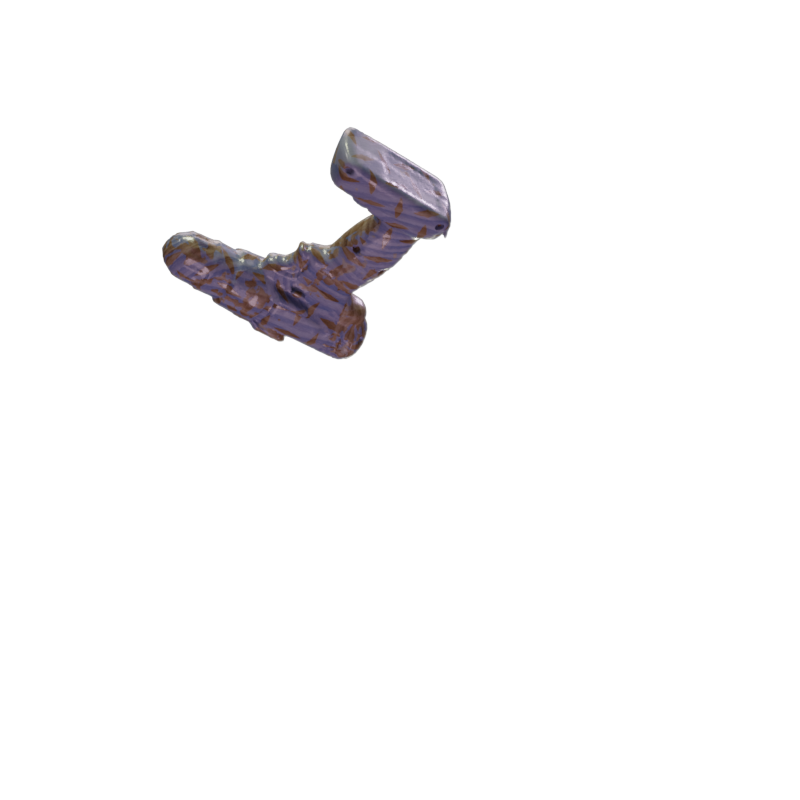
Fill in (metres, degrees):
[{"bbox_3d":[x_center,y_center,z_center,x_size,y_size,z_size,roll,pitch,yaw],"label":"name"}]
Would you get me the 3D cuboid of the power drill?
[{"bbox_3d":[-0.067,-0.123,0.858,0.175,0.062,0.184,27,-49,-26],"label":"power drill"}]
